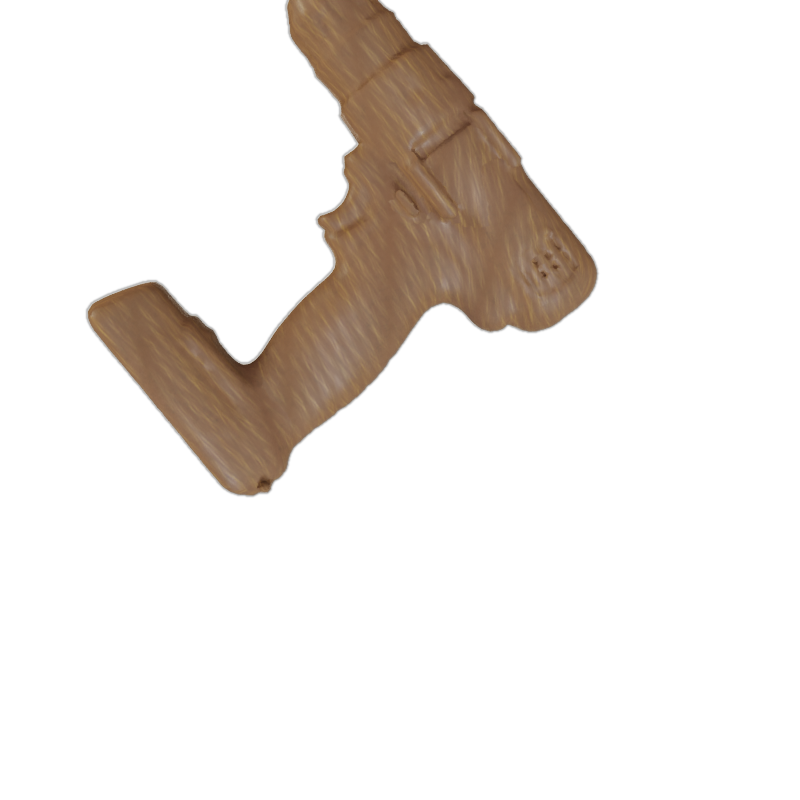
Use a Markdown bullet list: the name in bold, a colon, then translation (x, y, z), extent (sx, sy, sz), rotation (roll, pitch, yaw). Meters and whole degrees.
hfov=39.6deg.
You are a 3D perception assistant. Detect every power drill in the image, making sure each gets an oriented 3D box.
- **power drill**: translation (-0.037, -0.067, 0.472), extent (0.188, 0.186, 0.057), rotation (-39, -4, -3)
